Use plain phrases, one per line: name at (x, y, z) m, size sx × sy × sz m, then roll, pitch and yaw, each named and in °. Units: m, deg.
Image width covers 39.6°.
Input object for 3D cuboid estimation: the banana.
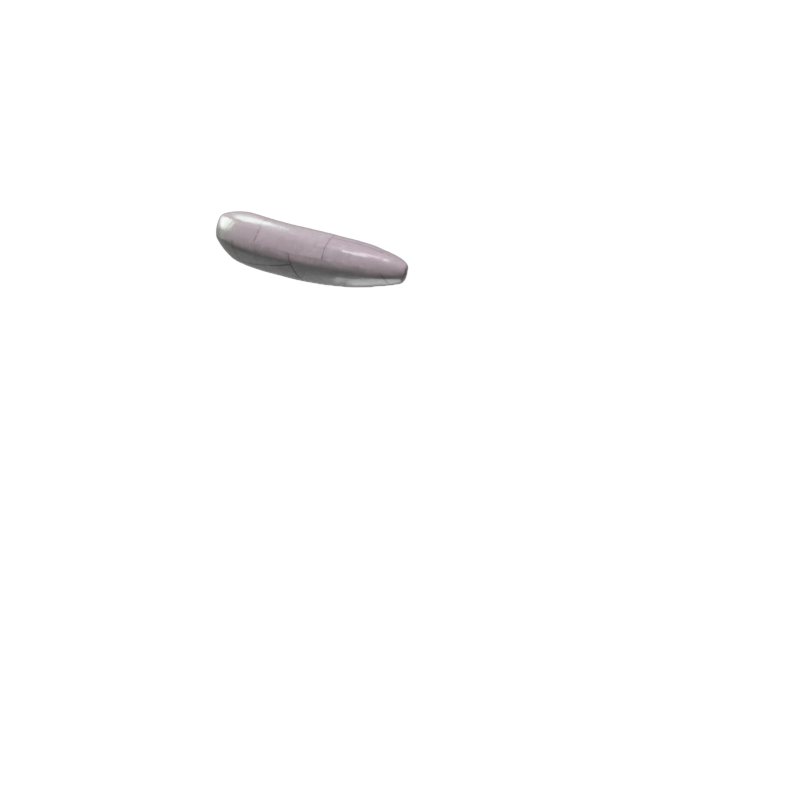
banana at (-0.080, -0.113, 0.804) m, size 0.068 × 0.035 × 0.210 m, roll -14°, pitch 24°, yaw -35°
